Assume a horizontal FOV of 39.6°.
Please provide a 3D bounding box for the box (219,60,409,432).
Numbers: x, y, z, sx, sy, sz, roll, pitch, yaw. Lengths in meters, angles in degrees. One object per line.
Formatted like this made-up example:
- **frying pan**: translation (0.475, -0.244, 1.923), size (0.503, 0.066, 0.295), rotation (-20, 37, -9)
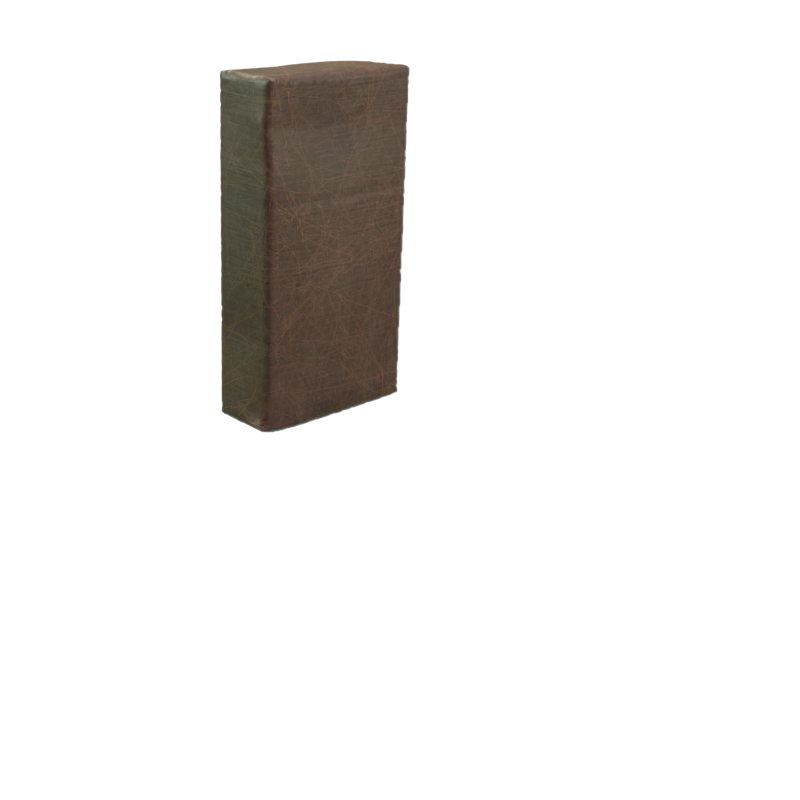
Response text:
- **box**: translation (-0.044, -0.080, 0.558), size (0.091, 0.170, 0.051), rotation (-13, 20, -42)
